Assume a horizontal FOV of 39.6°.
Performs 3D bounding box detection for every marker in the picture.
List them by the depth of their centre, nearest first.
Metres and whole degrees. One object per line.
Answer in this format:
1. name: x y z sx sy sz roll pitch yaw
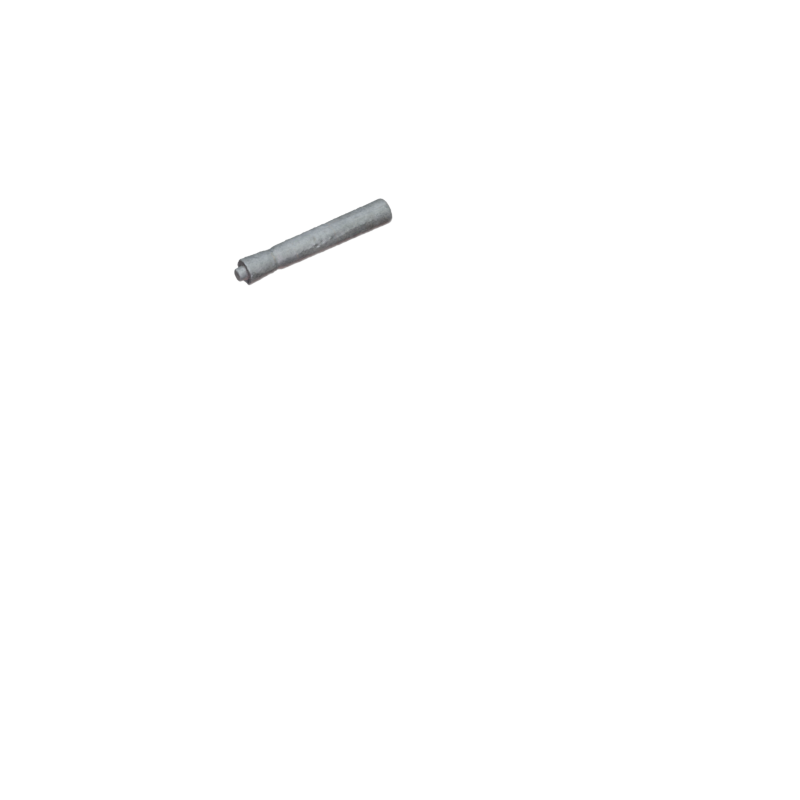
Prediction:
1. marker: -0.060 -0.109 0.762 0.120 0.019 0.020 -27 16 -23
